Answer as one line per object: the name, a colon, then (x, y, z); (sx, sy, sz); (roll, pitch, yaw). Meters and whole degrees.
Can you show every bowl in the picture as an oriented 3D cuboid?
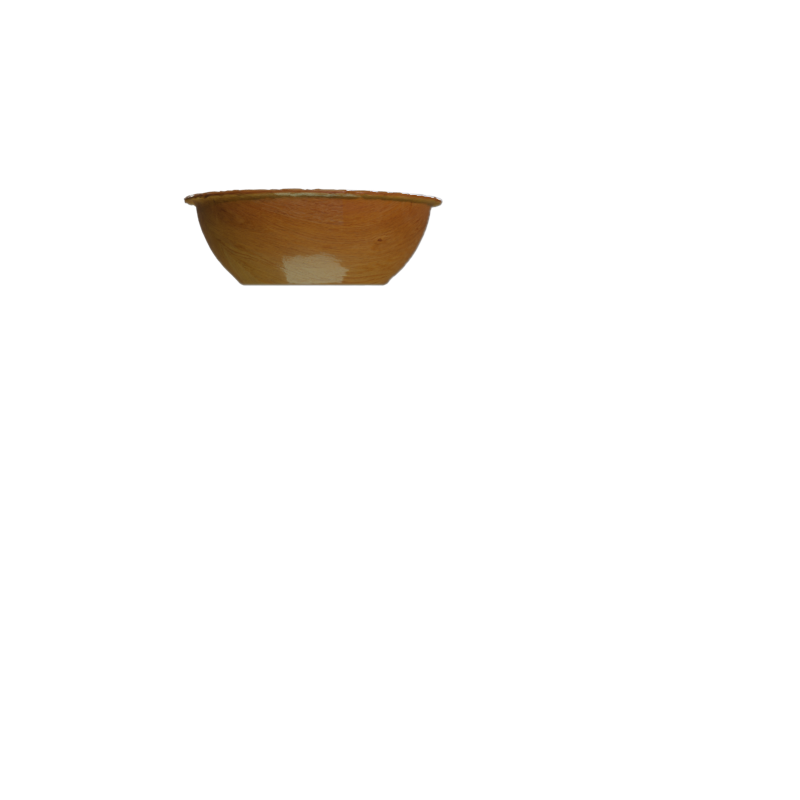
bowl: (-0.054, -0.099, 0.692); (0.162, 0.055, 0.163); (0, 5, -2)
